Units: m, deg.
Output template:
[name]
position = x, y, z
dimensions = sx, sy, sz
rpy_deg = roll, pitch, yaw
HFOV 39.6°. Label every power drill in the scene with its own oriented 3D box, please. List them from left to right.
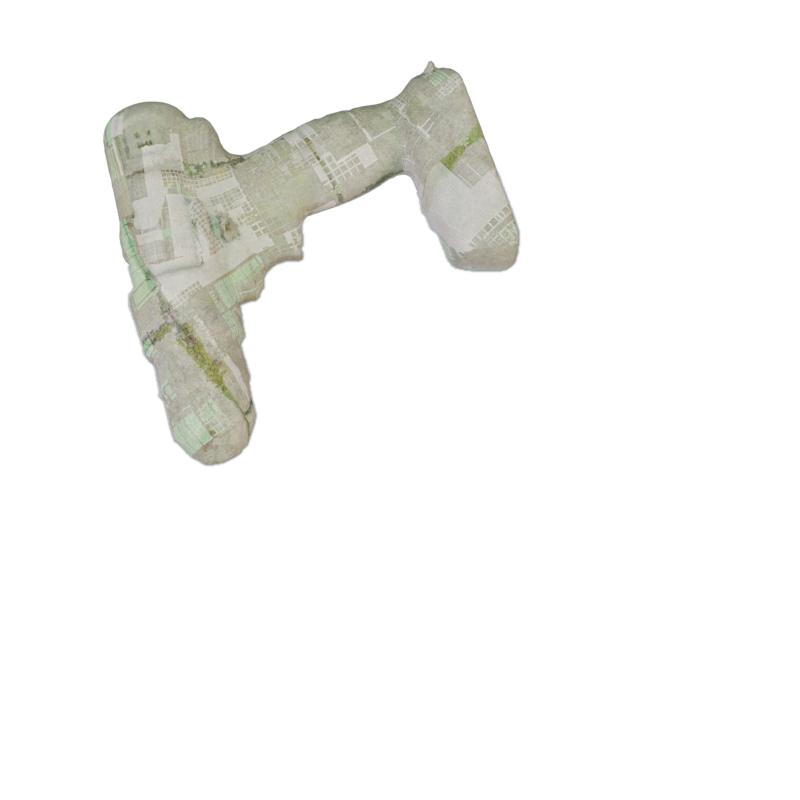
[power drill]
position = -0.042, -0.077, 0.542
dimensions = 0.187, 0.193, 0.055
rpy_deg = -15, -16, -5
